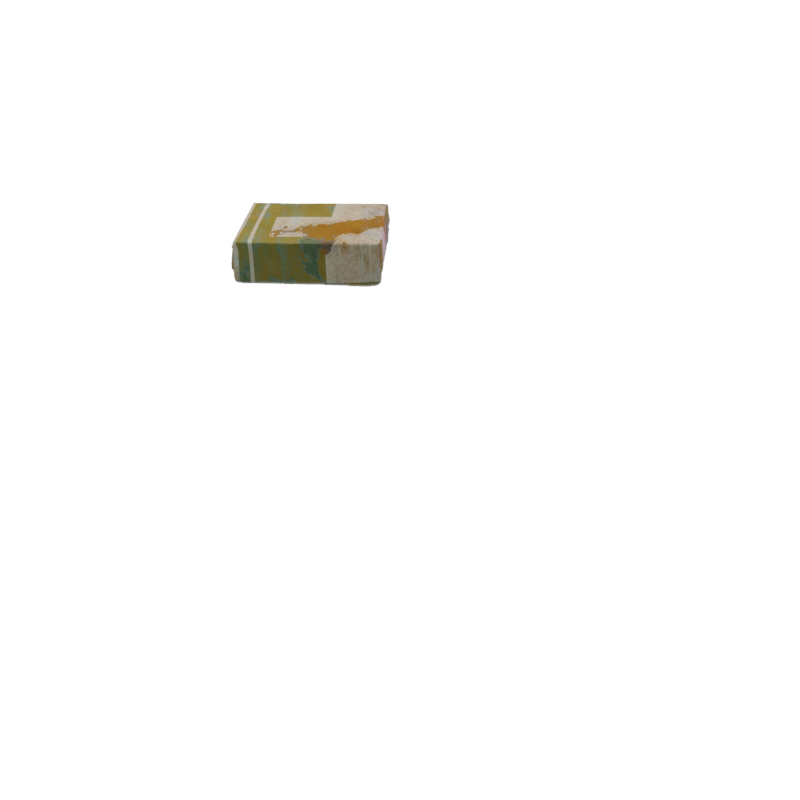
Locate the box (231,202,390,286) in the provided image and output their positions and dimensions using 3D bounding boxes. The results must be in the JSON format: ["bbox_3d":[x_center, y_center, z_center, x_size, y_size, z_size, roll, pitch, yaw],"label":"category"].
[{"bbox_3d":[-0.067,-0.122,0.857,0.114,0.037,0.094,3,28,5],"label":"box"}]
